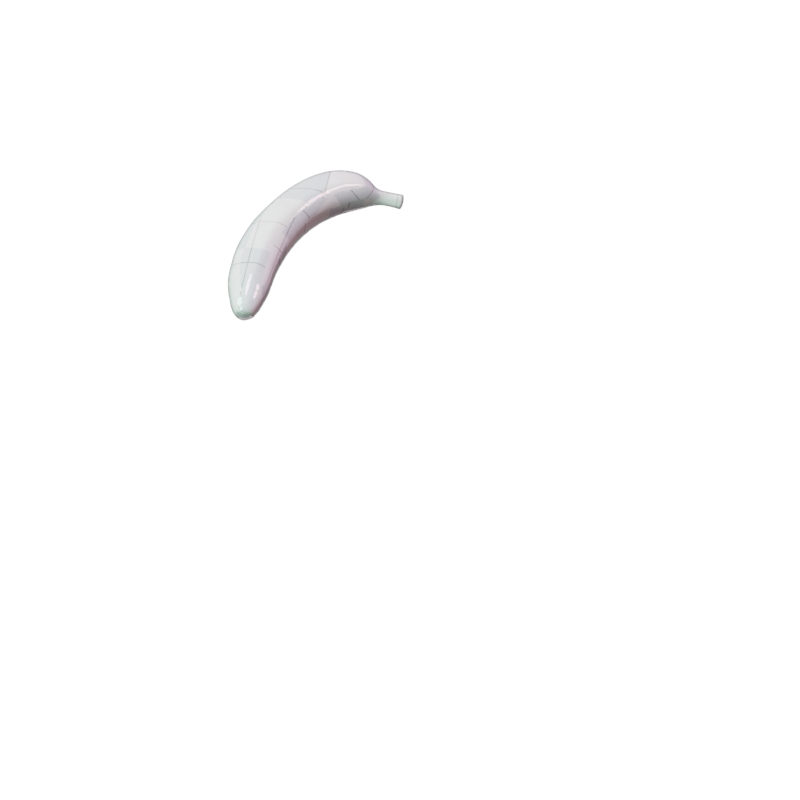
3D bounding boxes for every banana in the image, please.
[{"bbox_3d":[-0.080,-0.135,0.878,0.073,0.034,0.201,28,51,25],"label":"banana"}]
